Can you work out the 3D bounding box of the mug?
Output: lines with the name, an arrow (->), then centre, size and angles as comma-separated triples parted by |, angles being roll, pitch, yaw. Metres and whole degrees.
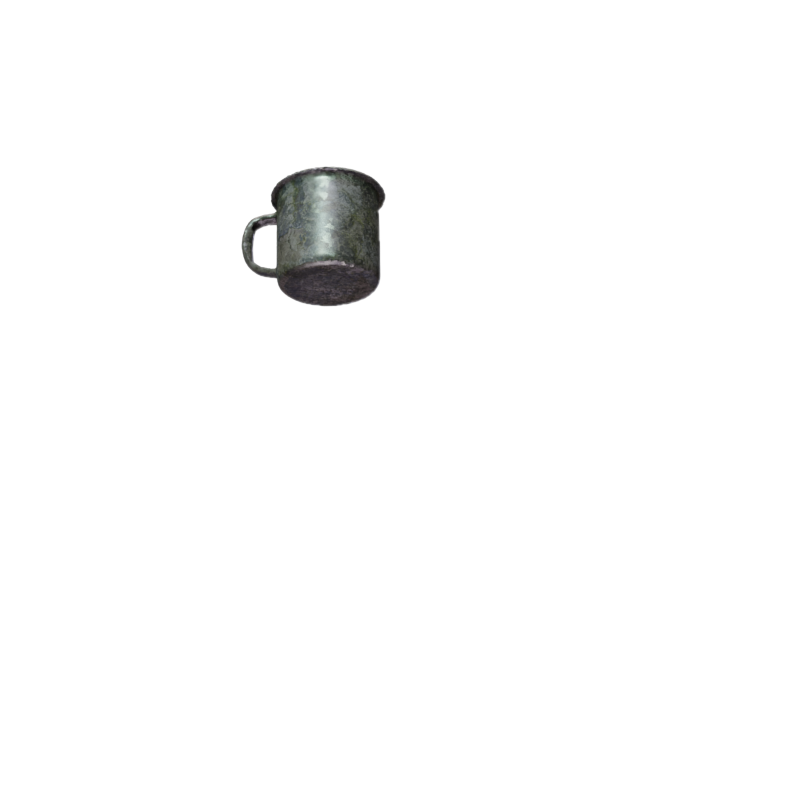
mug -> -0.069, -0.126, 0.883 | 0.118, 0.086, 0.087 | -4, -25, 6
